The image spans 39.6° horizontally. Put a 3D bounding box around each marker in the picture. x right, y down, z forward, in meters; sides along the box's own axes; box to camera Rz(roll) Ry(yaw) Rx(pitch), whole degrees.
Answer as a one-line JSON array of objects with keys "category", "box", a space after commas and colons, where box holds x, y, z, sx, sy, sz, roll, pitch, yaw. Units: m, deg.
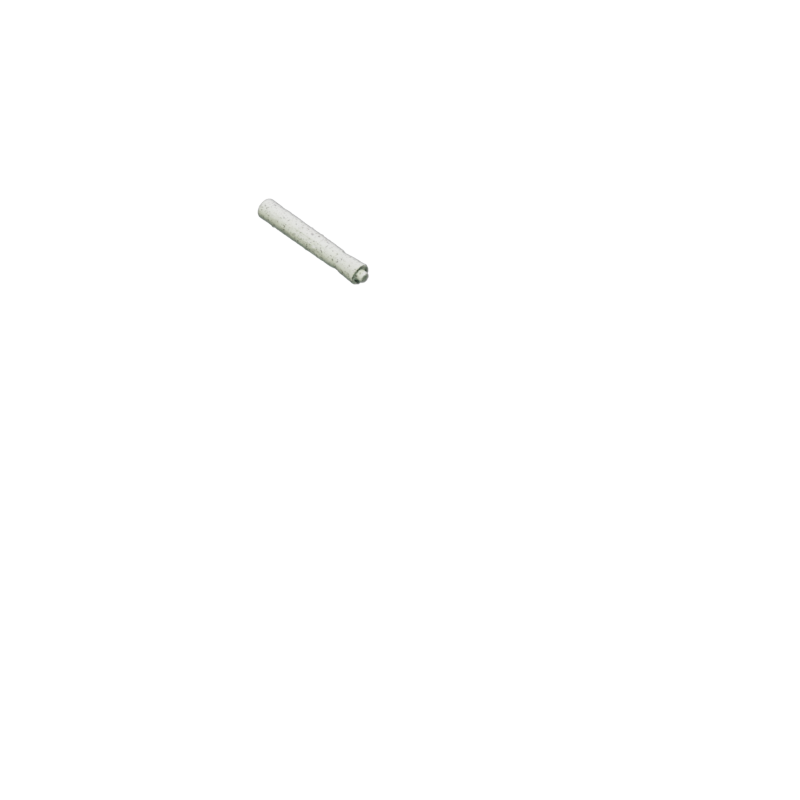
[{"category": "marker", "box": [-0.071, -0.130, 0.910, 0.129, 0.019, 0.019, 38, 25, 32]}]
